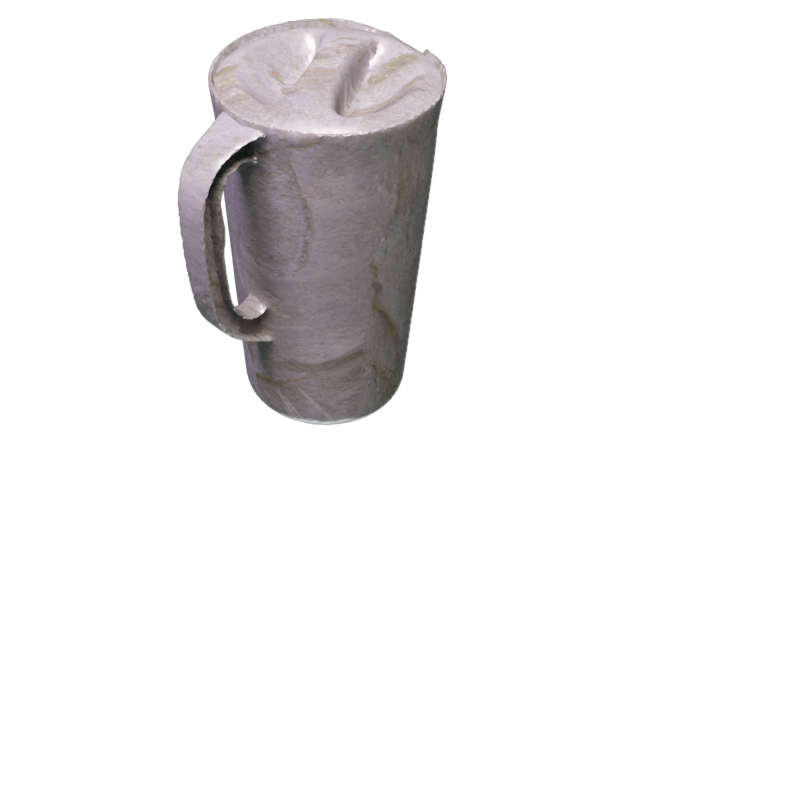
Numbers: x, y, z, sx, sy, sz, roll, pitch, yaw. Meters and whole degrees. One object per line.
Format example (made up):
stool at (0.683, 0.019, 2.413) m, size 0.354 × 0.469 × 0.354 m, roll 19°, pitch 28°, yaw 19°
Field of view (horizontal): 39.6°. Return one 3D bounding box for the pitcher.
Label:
pitcher at (-0.053, -0.097, 0.682) m, size 0.148 × 0.227 × 0.156 m, roll -1°, pitch 41°, yaw -4°
